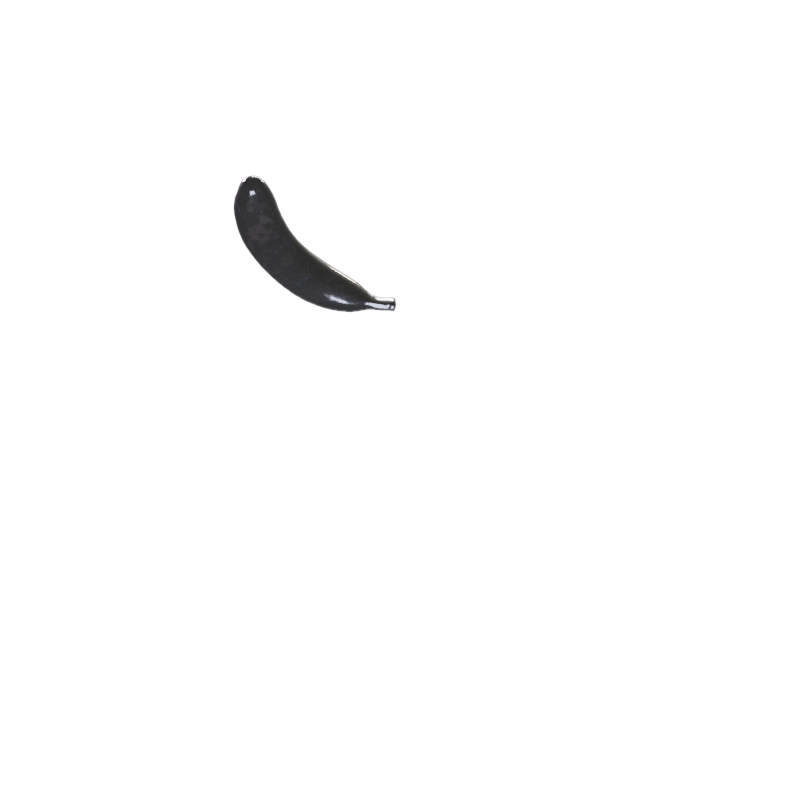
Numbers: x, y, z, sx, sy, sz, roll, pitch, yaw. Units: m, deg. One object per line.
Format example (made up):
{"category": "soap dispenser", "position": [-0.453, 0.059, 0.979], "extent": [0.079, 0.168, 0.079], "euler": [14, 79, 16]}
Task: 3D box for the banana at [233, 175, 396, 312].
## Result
{"category": "banana", "position": [-0.083, -0.120, 0.898], "extent": [0.070, 0.039, 0.183], "euler": [-21, -37, 29]}
